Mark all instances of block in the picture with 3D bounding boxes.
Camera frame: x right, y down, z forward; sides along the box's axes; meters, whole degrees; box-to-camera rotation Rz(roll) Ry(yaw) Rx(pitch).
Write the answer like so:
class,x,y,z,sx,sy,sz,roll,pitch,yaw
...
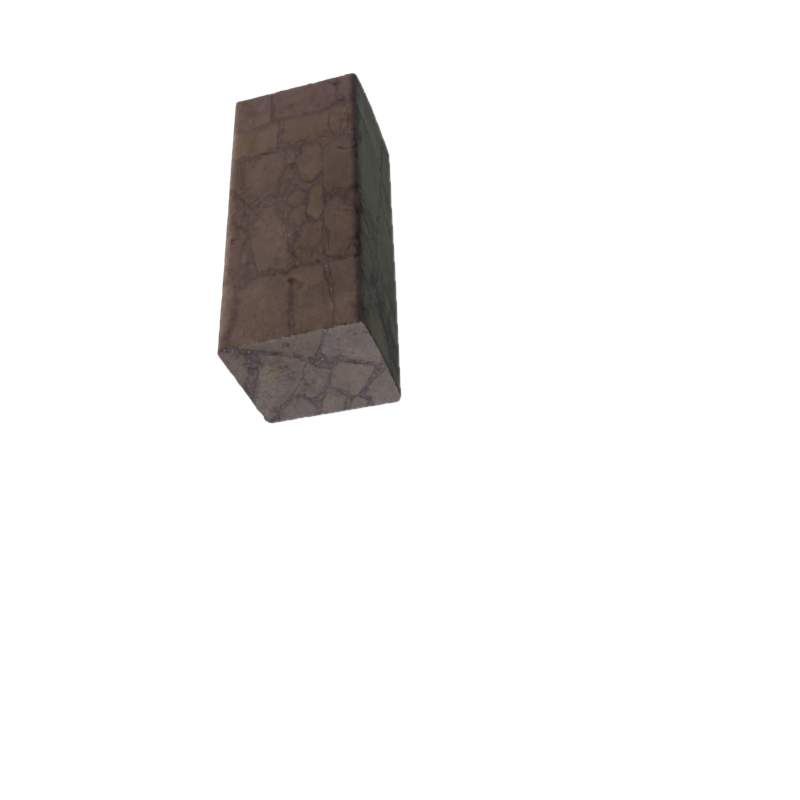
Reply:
class,x,y,z,sx,sy,sz,roll,pitch,yaw
block,-0.056,-0.102,0.720,0.092,0.221,0.083,-12,-37,12
